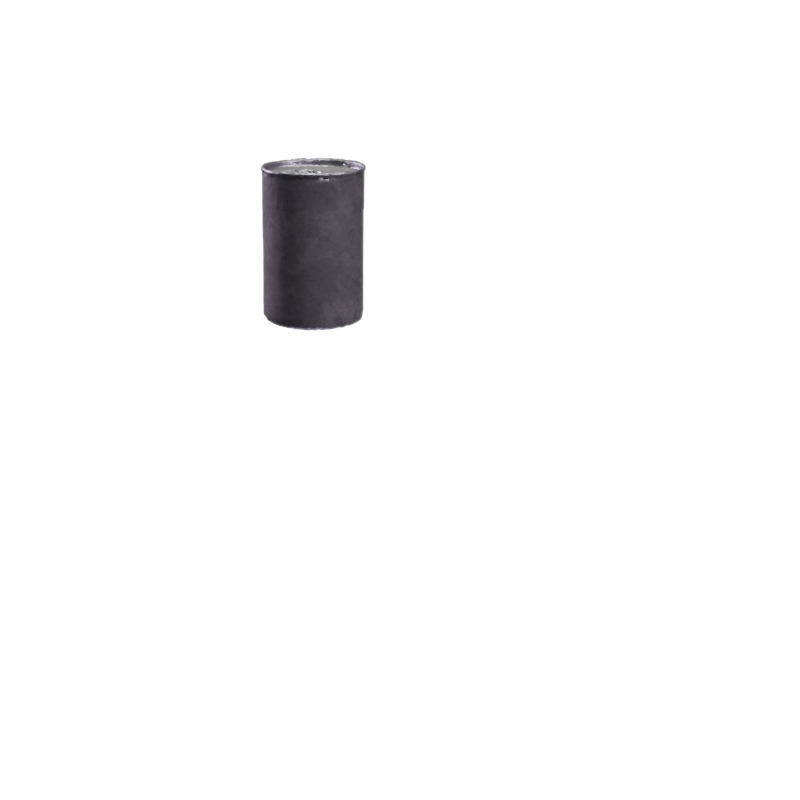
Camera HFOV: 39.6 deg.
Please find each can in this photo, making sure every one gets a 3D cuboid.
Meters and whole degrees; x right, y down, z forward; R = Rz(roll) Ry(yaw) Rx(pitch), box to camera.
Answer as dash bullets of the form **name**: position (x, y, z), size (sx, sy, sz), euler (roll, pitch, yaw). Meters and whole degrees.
- **can**: position (-0.057, -0.104, 0.728), size (0.068, 0.099, 0.071), euler (0, 15, -2)
